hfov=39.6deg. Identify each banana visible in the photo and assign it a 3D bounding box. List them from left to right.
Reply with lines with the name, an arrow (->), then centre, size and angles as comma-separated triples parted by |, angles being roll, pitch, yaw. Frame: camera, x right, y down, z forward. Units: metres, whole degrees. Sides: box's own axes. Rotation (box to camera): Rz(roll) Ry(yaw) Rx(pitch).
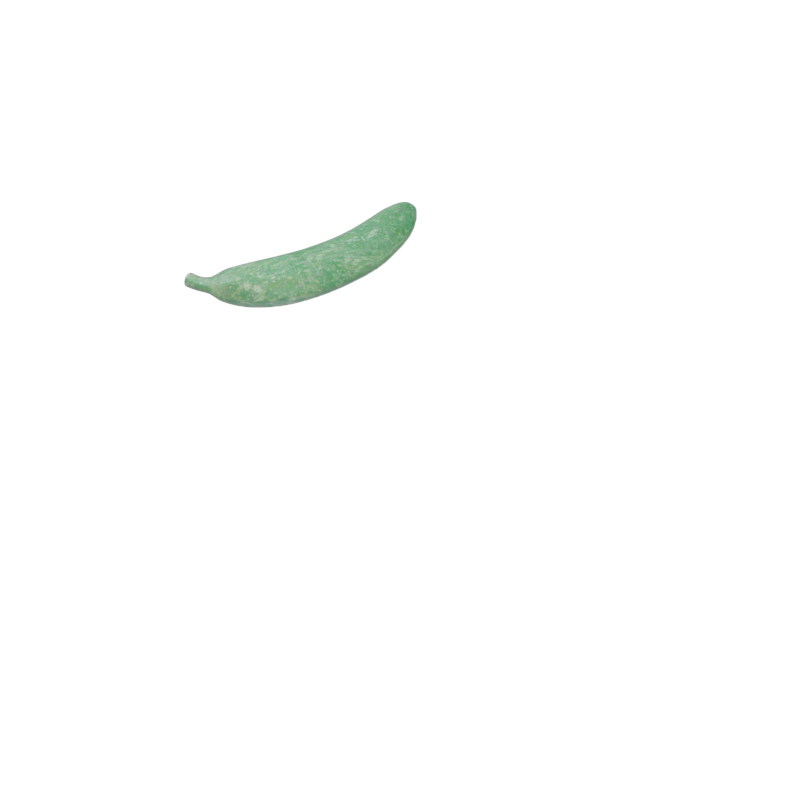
banana -> -0.061, -0.109, 0.842 | 0.196, 0.034, 0.075 | -20, 46, -20
